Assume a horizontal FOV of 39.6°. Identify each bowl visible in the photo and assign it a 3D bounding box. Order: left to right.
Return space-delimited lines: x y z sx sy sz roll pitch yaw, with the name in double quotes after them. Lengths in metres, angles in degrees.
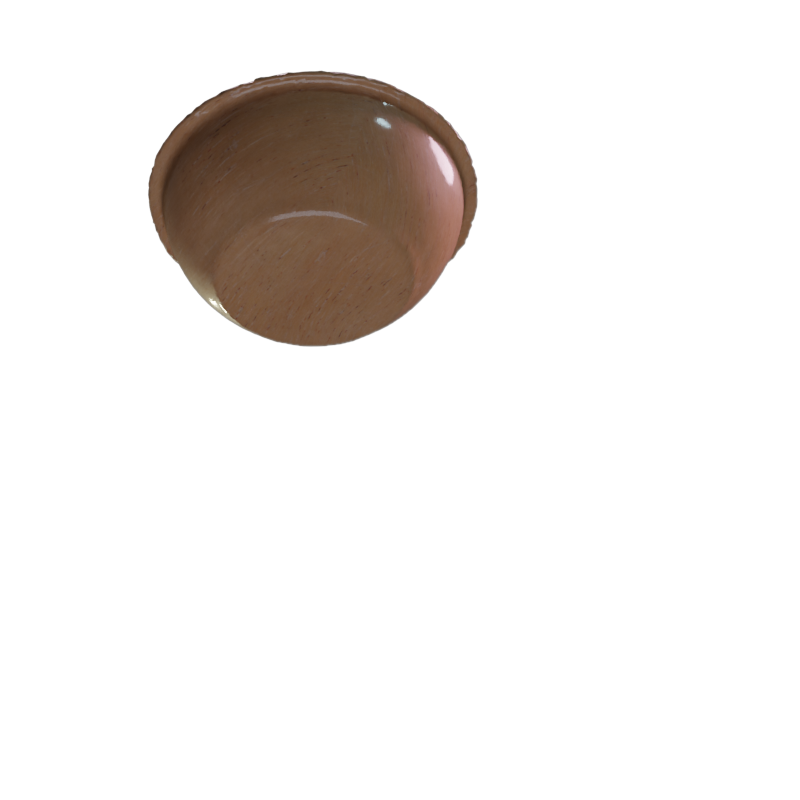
-0.041 -0.075 0.526 0.162 0.059 0.151 1 -41 -1 "bowl"
